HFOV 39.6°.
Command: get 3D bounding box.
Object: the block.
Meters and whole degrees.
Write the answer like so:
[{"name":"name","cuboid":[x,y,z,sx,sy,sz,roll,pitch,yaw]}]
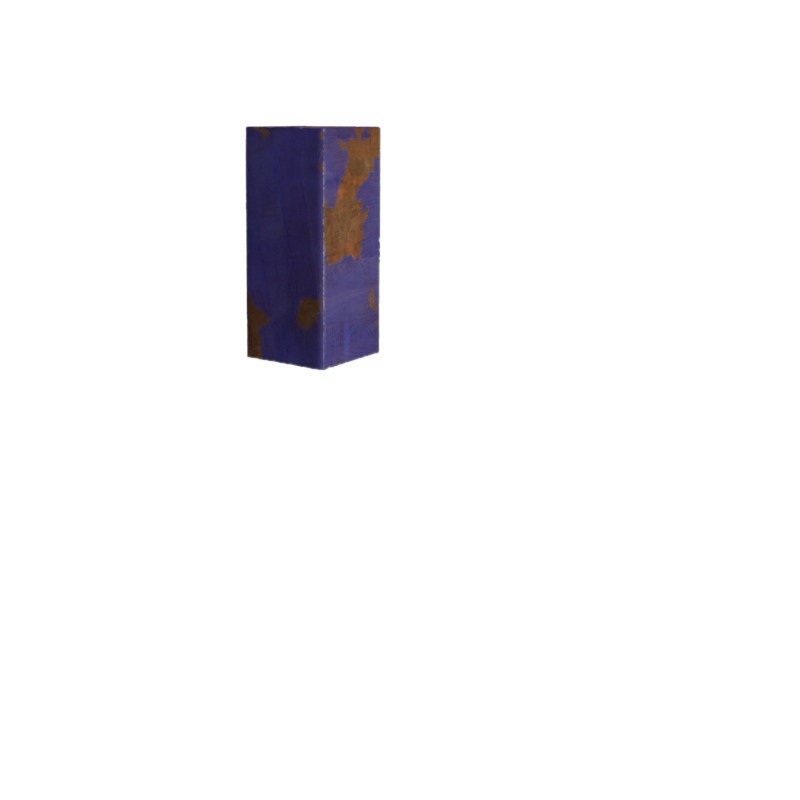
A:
[{"name":"block","cuboid":[-0.078,-0.142,0.993,0.094,0.202,0.088,6,10,34]}]
